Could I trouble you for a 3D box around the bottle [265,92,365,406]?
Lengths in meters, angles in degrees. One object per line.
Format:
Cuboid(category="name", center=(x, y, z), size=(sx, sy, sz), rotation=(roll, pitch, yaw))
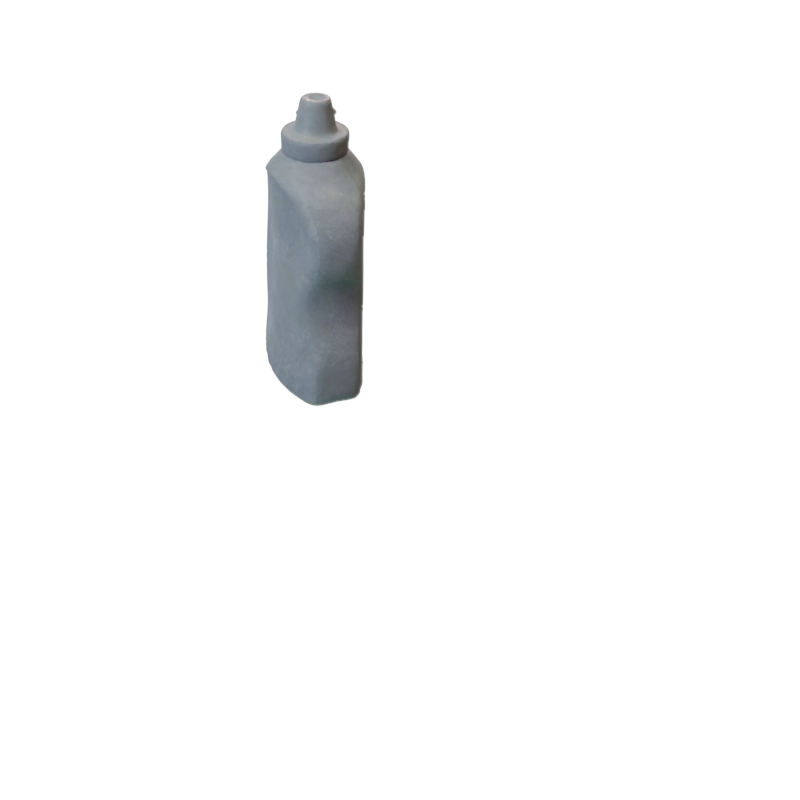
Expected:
Cuboid(category="bottle", center=(-0.054, -0.099, 0.695), size=(0.057, 0.180, 0.103), rotation=(-8, 32, -18))
